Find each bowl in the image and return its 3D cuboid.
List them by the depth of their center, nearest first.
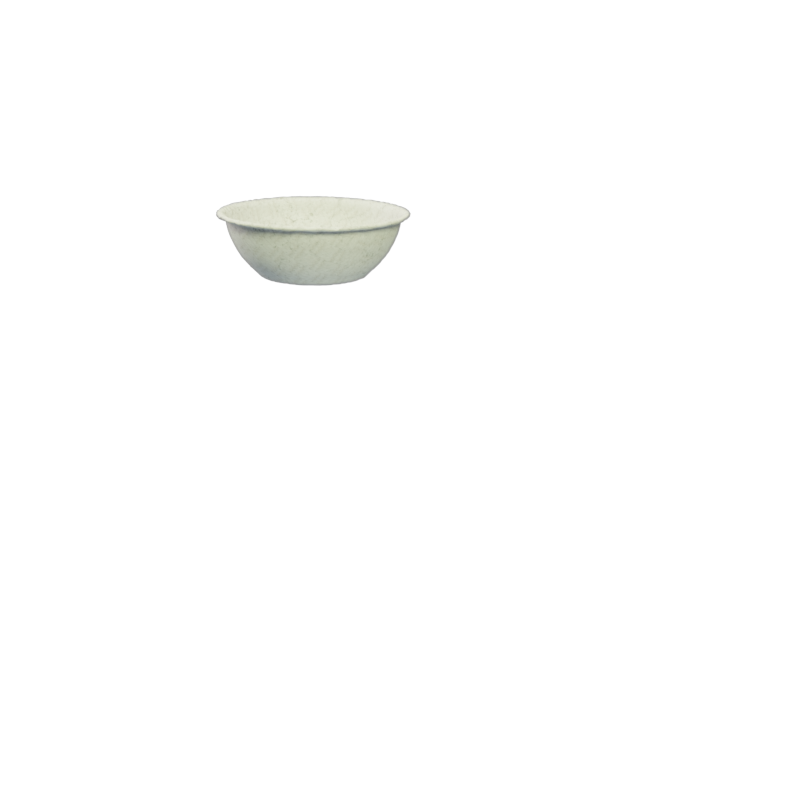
[{"bbox_3d":[-0.073,-0.132,0.928,0.162,0.053,0.168,-1,18,-2],"label":"bowl"}]
